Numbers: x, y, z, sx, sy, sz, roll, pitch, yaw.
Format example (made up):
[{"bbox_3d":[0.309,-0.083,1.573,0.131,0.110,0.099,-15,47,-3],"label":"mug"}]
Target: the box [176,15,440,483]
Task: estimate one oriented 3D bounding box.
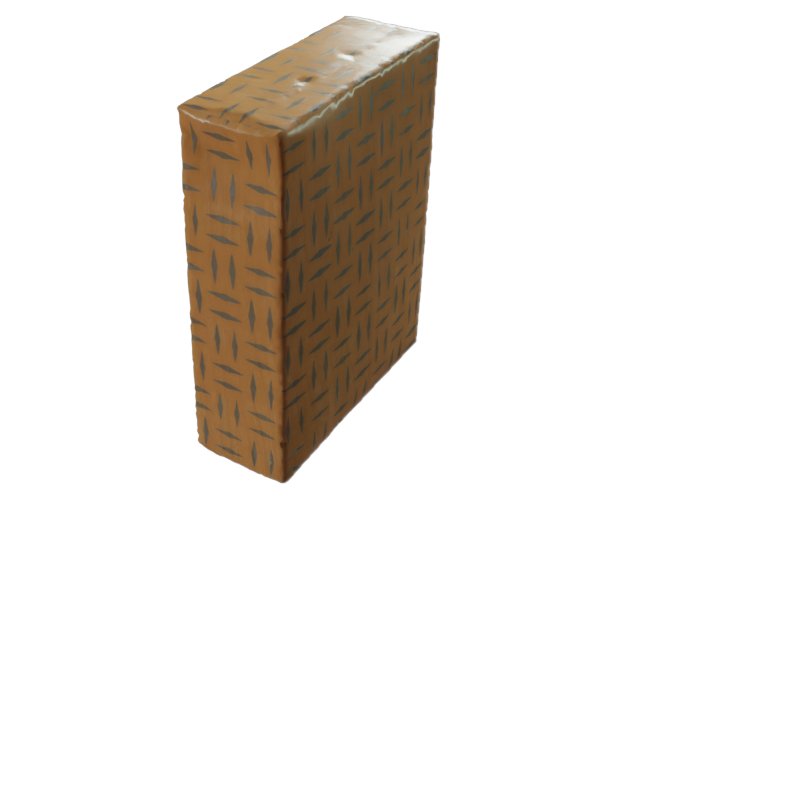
[{"bbox_3d":[-0.049,-0.090,0.627,0.075,0.201,0.167,18,37,22],"label":"box"}]
